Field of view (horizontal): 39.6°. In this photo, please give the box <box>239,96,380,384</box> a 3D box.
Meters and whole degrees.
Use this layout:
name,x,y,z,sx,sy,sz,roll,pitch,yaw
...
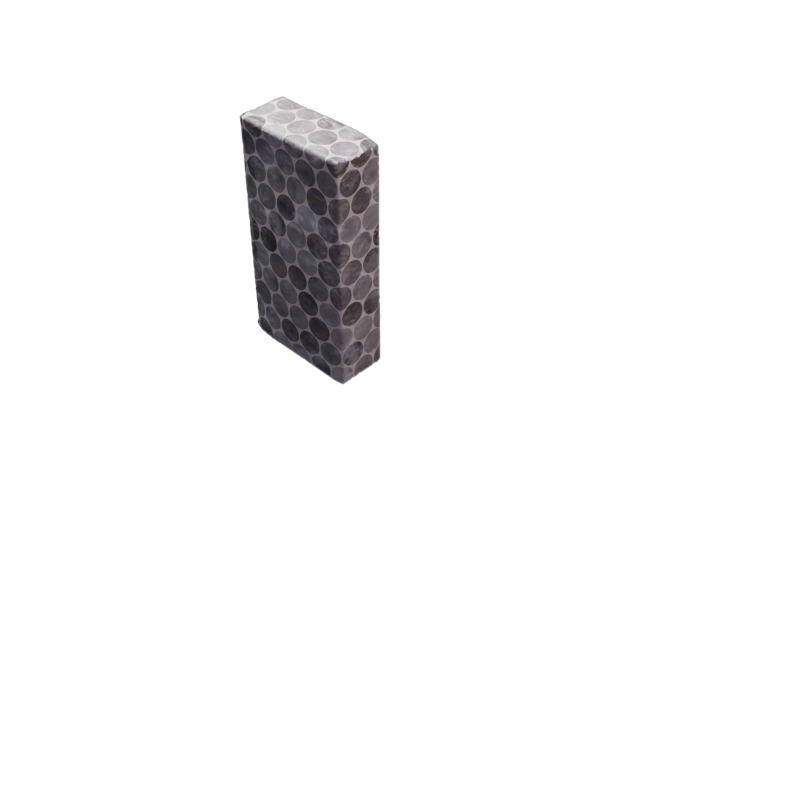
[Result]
name,x,y,z,sx,sy,sz,roll,pitch,yaw
box,-0.058,-0.106,0.743,0.048,0.165,0.100,-28,47,-35
